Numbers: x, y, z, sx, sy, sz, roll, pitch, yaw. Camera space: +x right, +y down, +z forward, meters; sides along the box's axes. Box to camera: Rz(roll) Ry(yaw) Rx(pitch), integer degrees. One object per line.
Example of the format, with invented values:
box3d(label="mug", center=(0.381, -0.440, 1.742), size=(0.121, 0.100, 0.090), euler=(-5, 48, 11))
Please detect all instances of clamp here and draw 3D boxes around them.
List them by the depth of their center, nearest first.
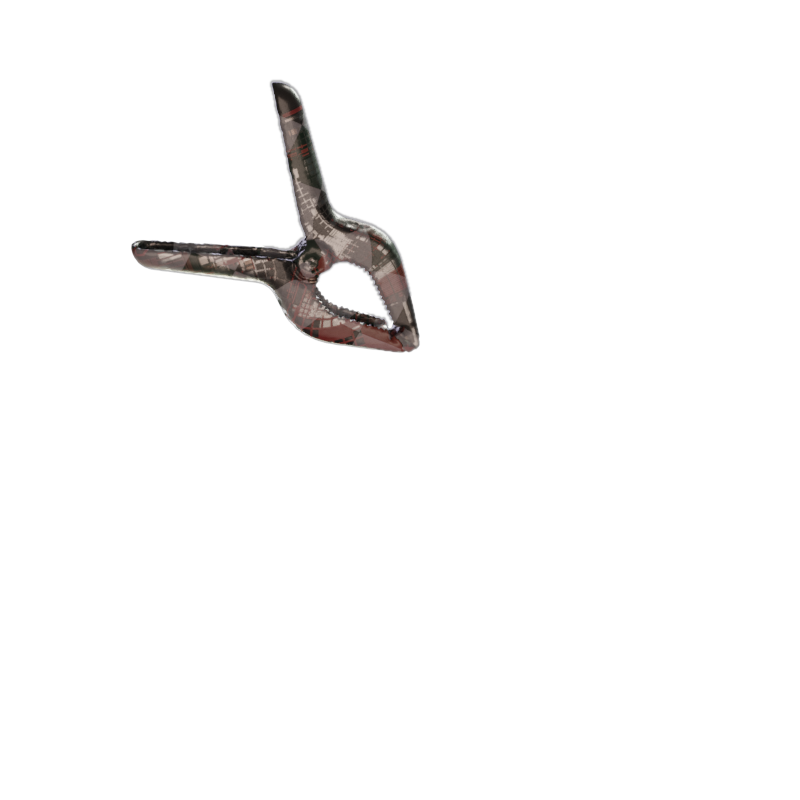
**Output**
box3d(label="clamp", center=(-0.061, -0.112, 0.785), size=(0.205, 0.162, 0.038), euler=(33, 16, -11))
